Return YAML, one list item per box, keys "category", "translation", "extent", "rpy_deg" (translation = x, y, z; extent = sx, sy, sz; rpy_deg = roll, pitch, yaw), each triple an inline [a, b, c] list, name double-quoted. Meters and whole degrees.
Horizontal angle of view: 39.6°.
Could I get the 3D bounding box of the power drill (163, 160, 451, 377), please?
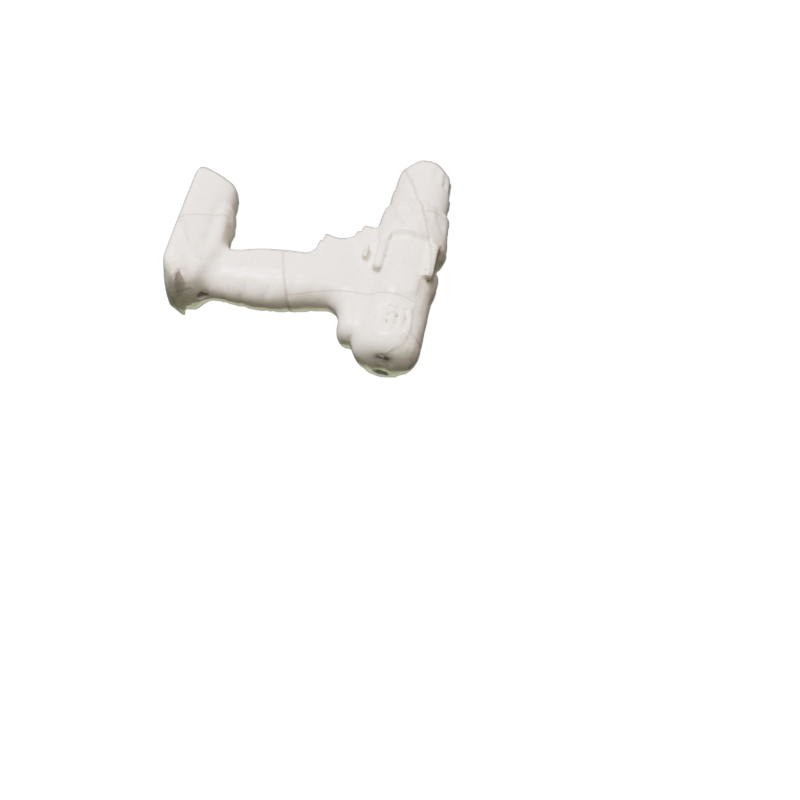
- category: "power drill"
  translation: [-0.061, -0.112, 0.784]
  extent: [0.190, 0.195, 0.053]
  rpy_deg: [9, -38, 7]
